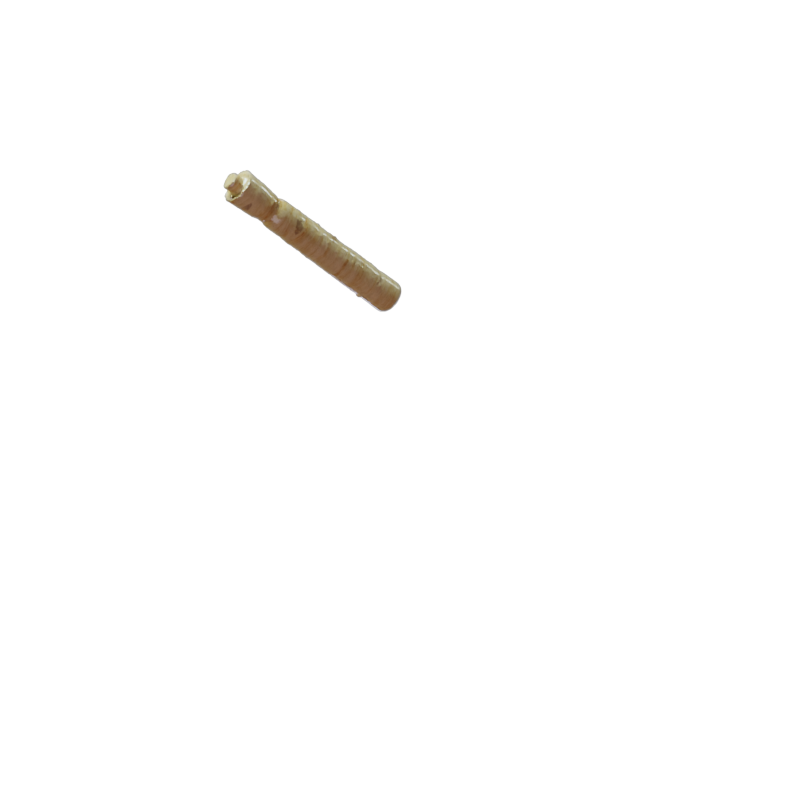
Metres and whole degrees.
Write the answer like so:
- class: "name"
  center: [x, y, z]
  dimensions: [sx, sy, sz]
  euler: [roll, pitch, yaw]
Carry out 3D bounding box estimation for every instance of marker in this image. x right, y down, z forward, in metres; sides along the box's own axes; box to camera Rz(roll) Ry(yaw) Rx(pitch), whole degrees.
- class: "marker"
  center: [-0.046, -0.083, 0.584]
  dimensions: [0.113, 0.020, 0.021]
  euler: [34, -17, -32]
